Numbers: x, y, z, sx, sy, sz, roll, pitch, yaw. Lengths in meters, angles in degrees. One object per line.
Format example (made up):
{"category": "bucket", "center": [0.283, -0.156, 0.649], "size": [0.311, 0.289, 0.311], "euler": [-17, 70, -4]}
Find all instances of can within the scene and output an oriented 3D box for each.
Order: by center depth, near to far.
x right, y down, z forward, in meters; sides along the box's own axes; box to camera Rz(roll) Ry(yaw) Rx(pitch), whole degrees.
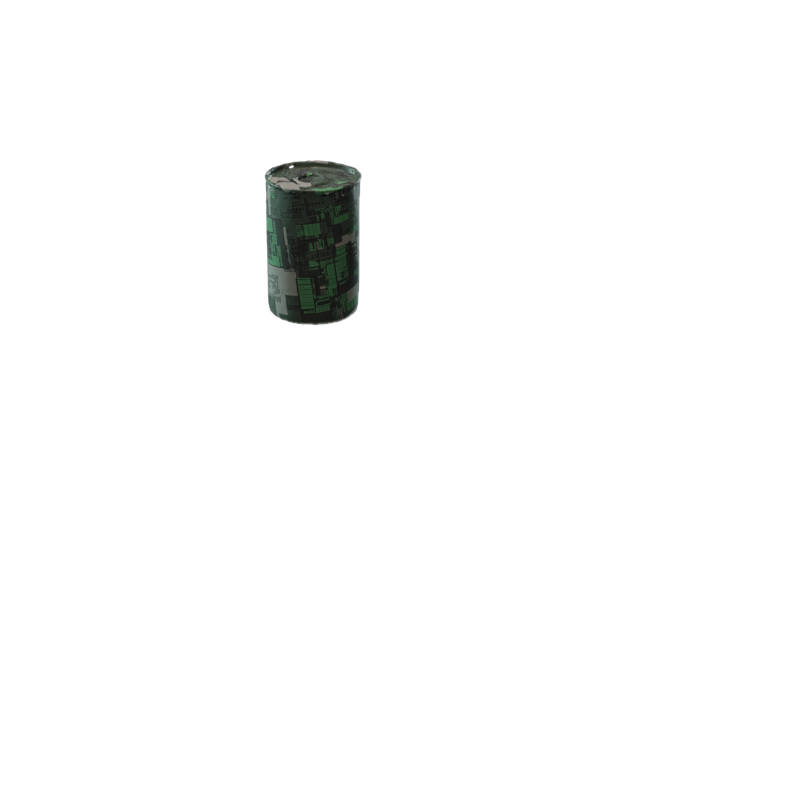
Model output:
{"category": "can", "center": [-0.062, -0.113, 0.795], "size": [0.068, 0.097, 0.072], "euler": [0, 25, -2]}
